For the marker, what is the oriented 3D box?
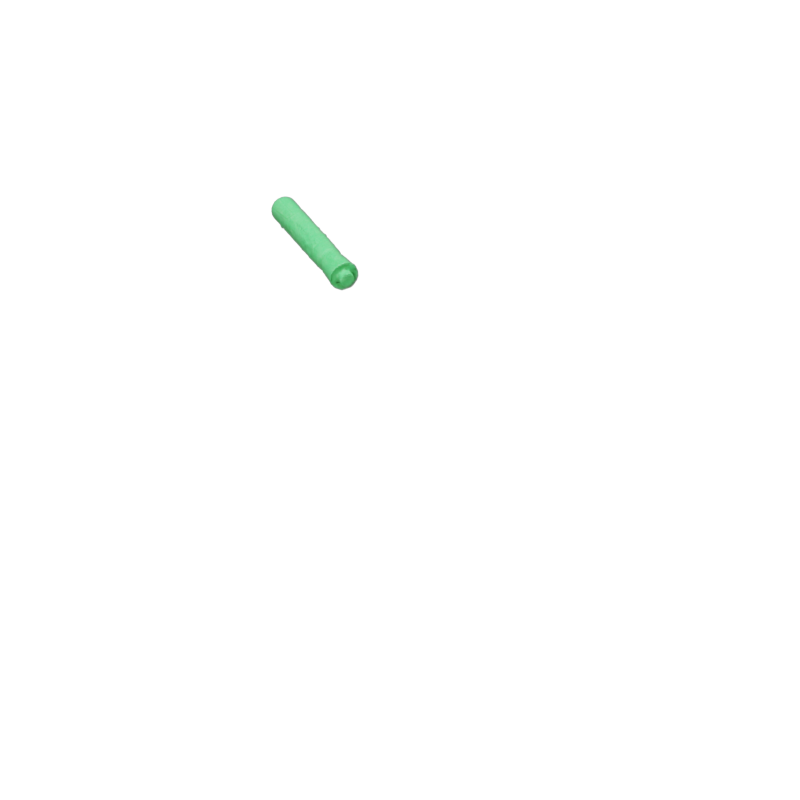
[{"bbox_3d":[-0.057,-0.104,0.726,0.019,0.019,0.130,-2,29,-25],"label":"marker"}]
